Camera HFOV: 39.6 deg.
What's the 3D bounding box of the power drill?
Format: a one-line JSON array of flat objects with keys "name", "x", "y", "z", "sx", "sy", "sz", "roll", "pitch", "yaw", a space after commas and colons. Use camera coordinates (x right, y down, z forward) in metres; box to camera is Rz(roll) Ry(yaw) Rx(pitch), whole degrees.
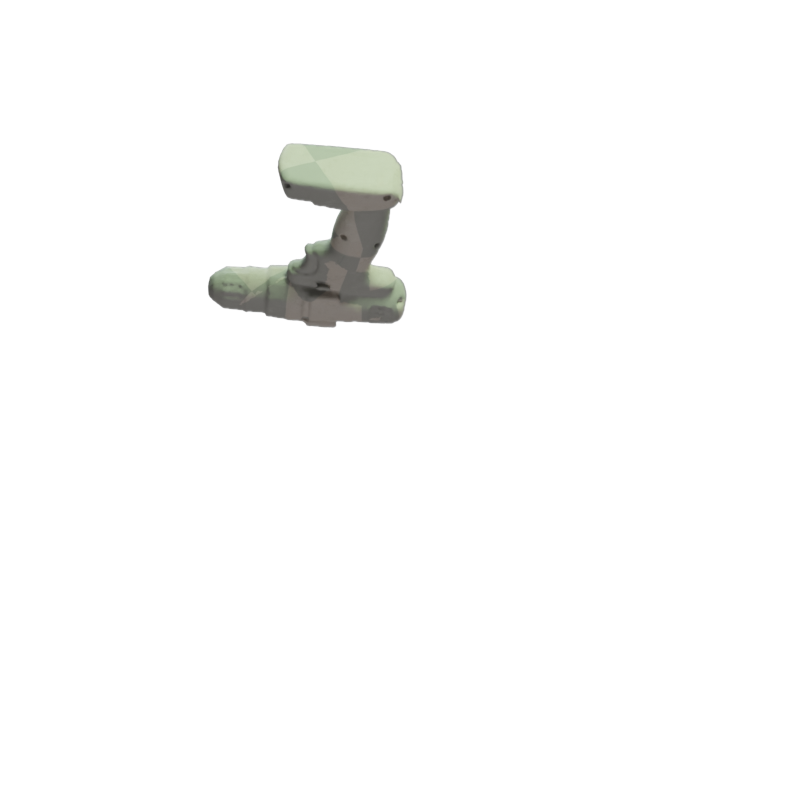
[{"name": "power drill", "x": -0.077, "y": -0.141, "z": 0.986, "sx": 0.183, "sy": 0.062, "sz": 0.176, "roll": 4, "pitch": -39, "yaw": -5}]
